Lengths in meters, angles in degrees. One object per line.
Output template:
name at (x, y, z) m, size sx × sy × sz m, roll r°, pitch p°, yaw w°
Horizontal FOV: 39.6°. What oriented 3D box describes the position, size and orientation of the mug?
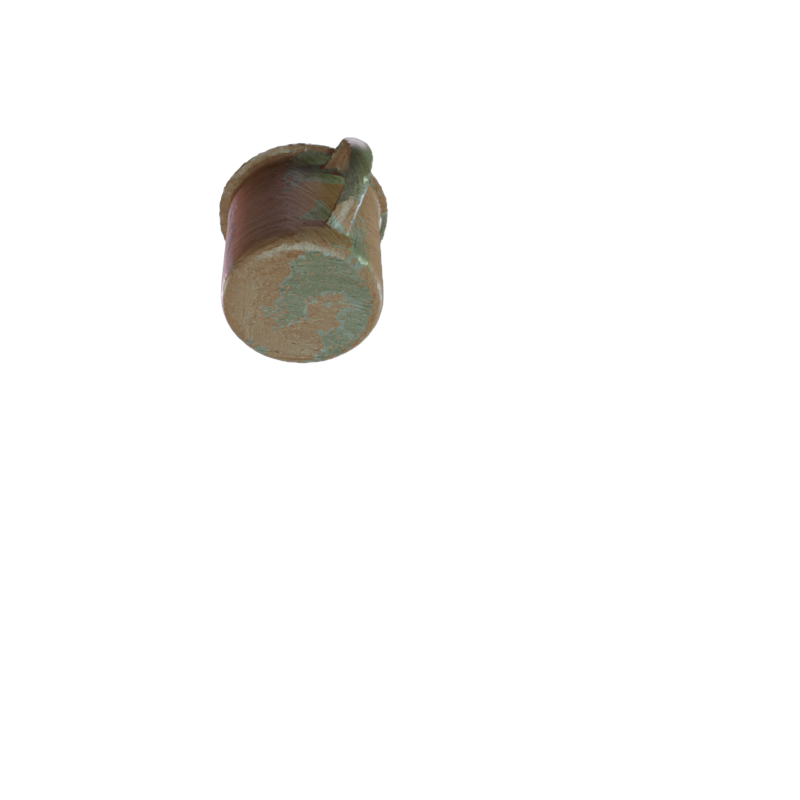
mug at (-0.045, -0.082, 0.572) m, size 0.090 × 0.113 × 0.087 m, roll 23°, pitch 35°, yaw -19°
